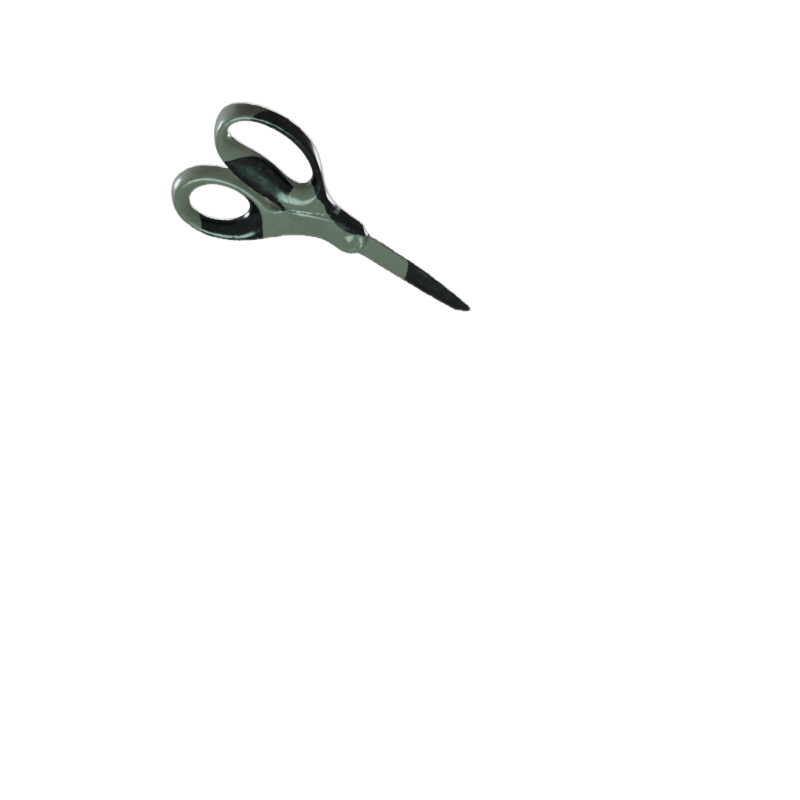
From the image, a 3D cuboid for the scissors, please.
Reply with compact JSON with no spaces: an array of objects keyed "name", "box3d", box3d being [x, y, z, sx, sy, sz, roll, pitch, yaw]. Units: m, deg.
[{"name":"scissors","box3d":[-0.050,-0.091,0.637,0.096,0.017,0.187,-25,-49,24]}]
